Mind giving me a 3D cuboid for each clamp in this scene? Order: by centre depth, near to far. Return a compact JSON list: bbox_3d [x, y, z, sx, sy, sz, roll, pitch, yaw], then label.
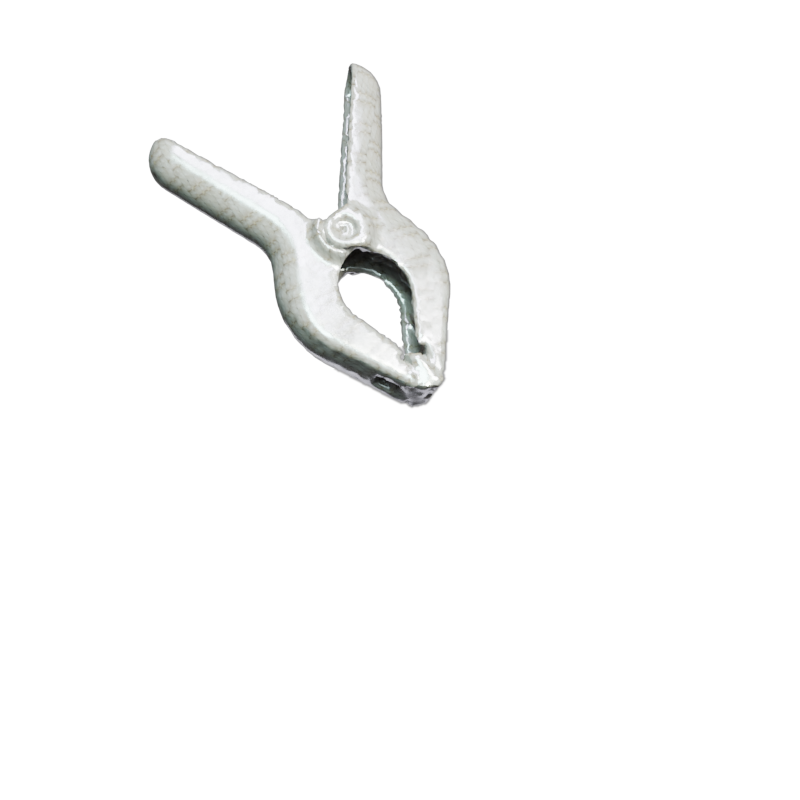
[{"bbox_3d":[-0.040,-0.073,0.509,0.119,0.182,0.037,-19,-24,-9],"label":"clamp"}]
